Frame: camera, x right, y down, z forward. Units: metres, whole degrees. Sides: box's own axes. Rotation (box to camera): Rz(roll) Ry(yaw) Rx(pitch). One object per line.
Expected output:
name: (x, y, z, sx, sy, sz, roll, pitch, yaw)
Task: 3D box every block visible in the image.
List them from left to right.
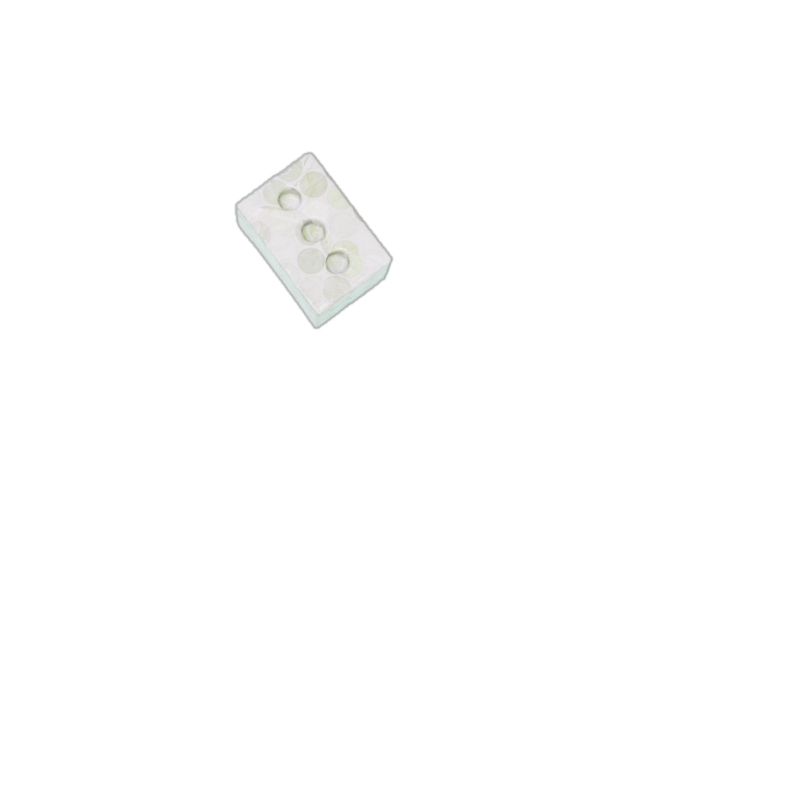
block: (-0.048, -0.088, 0.619, 0.053, 0.080, 0.050, -36, -9, -8)
